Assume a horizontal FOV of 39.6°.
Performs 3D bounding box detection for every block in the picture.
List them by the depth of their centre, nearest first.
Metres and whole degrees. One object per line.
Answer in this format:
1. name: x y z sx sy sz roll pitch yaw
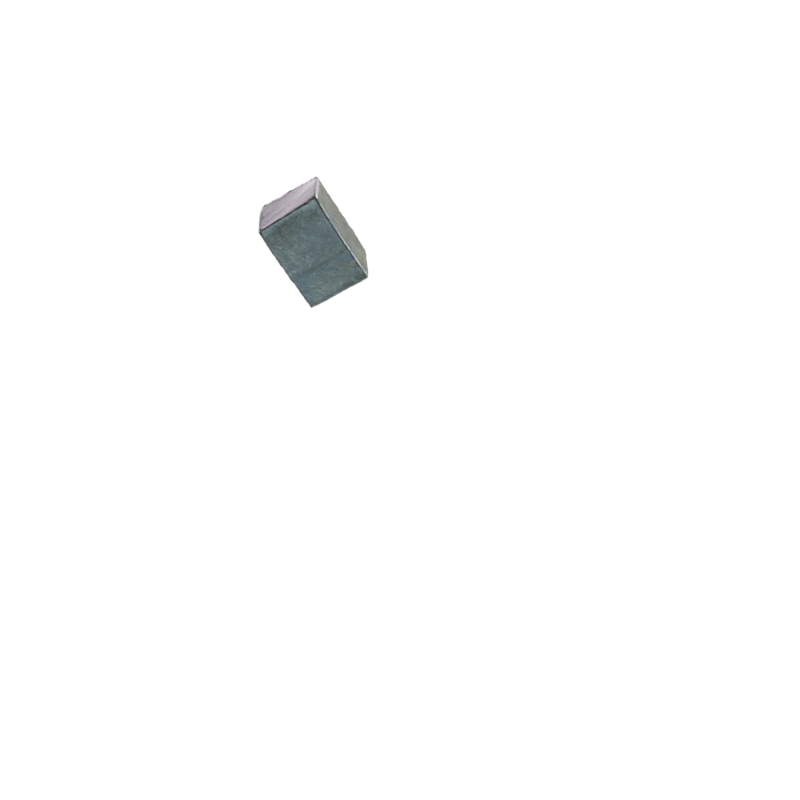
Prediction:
1. block: -0.066 -0.121 0.847 0.053 0.074 0.054 -28 24 12
